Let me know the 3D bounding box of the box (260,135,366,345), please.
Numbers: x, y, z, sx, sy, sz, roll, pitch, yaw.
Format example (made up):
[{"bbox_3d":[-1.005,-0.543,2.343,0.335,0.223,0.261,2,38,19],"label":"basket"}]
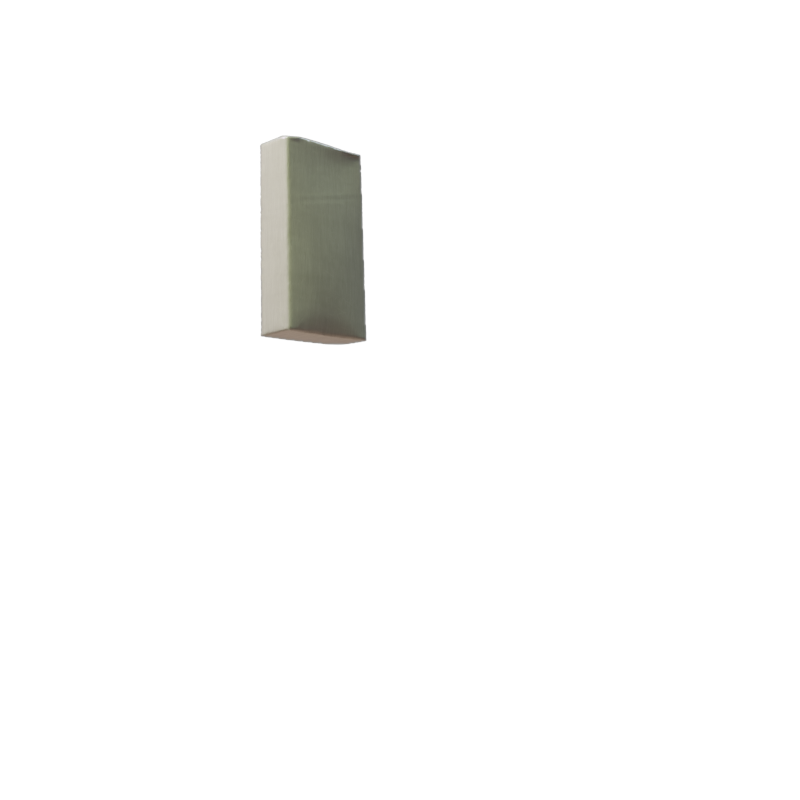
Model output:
[{"bbox_3d":[-0.077,-0.140,0.983,0.089,0.182,0.049,10,-16,-42],"label":"box"}]
